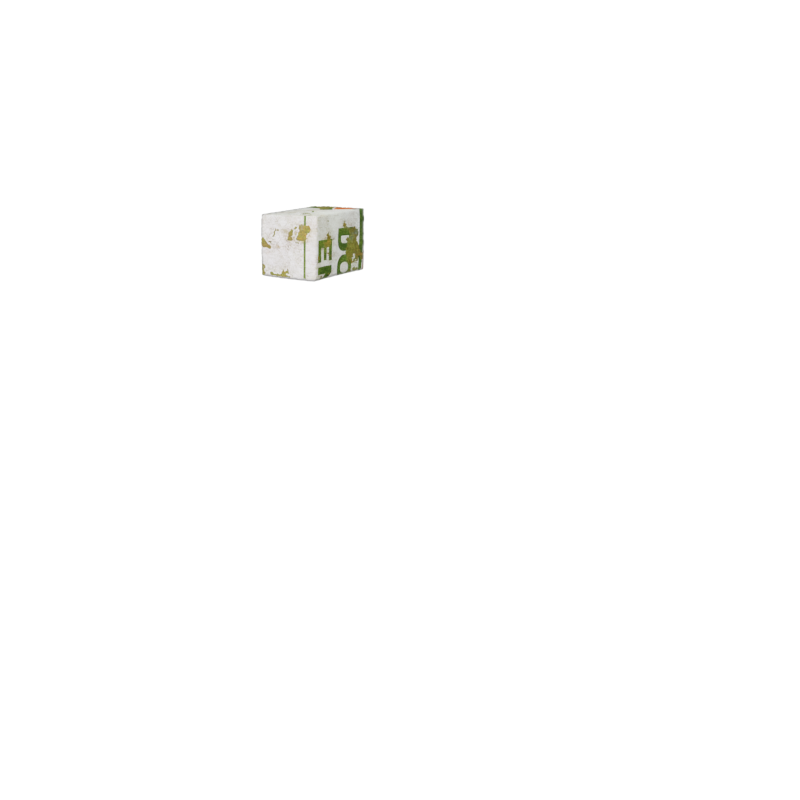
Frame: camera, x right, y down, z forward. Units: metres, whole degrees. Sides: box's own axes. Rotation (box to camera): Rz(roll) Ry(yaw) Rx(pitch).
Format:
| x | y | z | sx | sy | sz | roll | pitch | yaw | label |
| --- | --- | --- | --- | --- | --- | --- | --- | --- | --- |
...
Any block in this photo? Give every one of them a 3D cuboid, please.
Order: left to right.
| x | y | z | sx | sy | sz | roll | pitch | yaw | label |
| --- | --- | --- | --- | --- | --- | --- | --- | --- | --- |
| -0.070 | -0.128 | 0.898 | 0.055 | 0.050 | 0.077 | 7 | 14 | 28 | block |
